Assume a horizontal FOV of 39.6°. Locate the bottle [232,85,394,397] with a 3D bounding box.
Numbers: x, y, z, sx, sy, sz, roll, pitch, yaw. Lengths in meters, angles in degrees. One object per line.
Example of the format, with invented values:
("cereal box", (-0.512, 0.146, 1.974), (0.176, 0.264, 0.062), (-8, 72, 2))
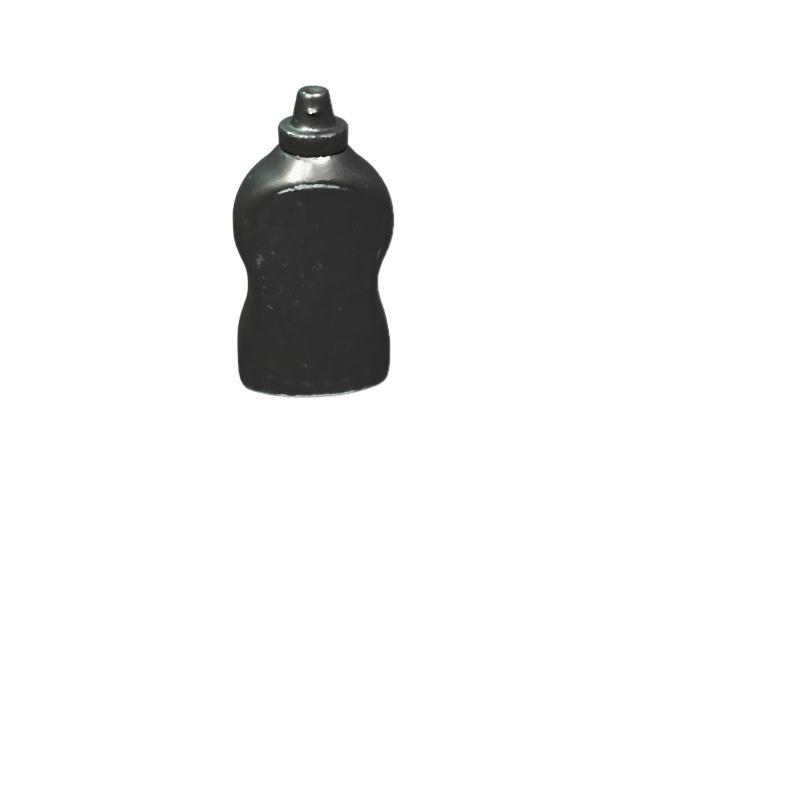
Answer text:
("bottle", (-0.052, -0.095, 0.667), (0.096, 0.181, 0.062), (0, 28, -4))
